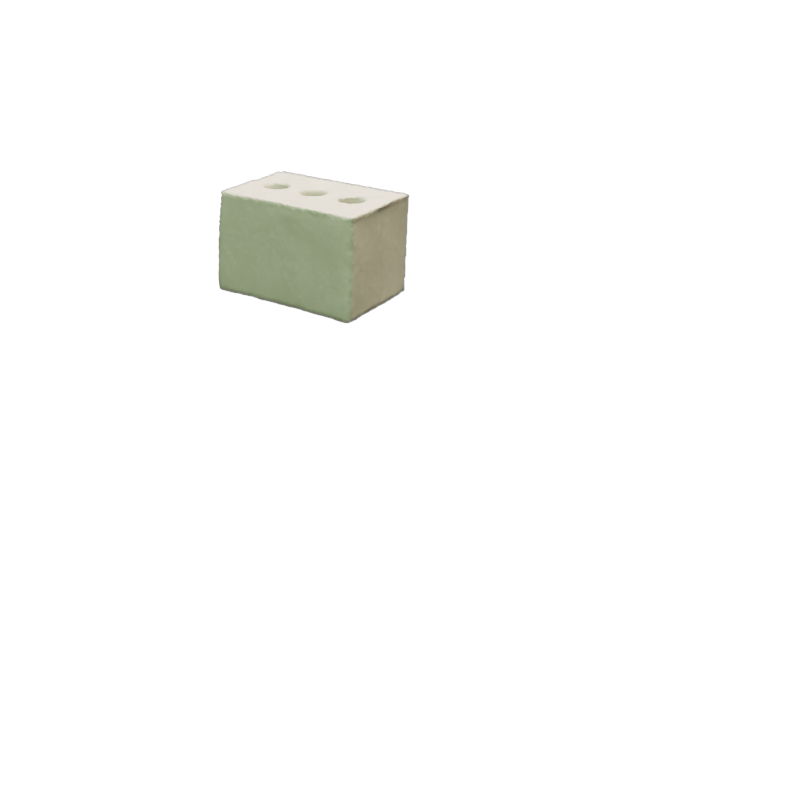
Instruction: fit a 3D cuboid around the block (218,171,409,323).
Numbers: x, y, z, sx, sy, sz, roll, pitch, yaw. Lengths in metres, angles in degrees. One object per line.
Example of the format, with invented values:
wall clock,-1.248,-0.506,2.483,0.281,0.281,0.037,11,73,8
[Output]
block,-0.042,-0.076,0.534,0.082,0.049,0.053,15,26,30
